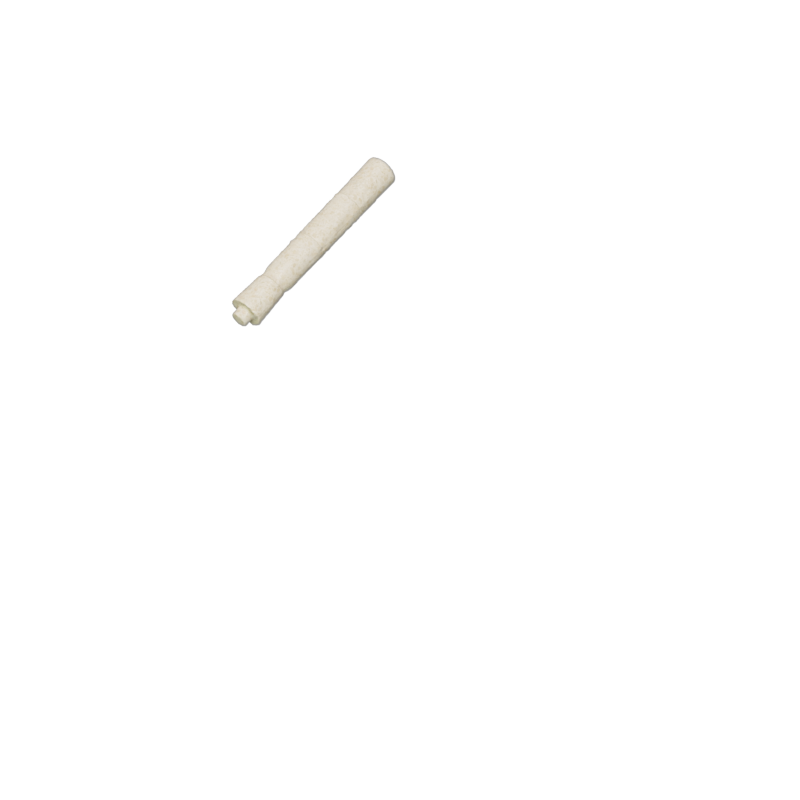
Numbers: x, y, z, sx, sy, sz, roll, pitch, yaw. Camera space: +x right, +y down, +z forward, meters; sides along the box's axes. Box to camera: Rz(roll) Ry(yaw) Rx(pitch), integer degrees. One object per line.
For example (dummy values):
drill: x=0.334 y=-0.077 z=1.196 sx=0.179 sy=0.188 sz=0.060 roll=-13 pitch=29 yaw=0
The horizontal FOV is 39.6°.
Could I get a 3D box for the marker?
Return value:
marker: x=-0.046 y=-0.084 z=0.588 sx=0.123 sy=0.019 sz=0.020 roll=-50 pitch=28 yaw=-23
